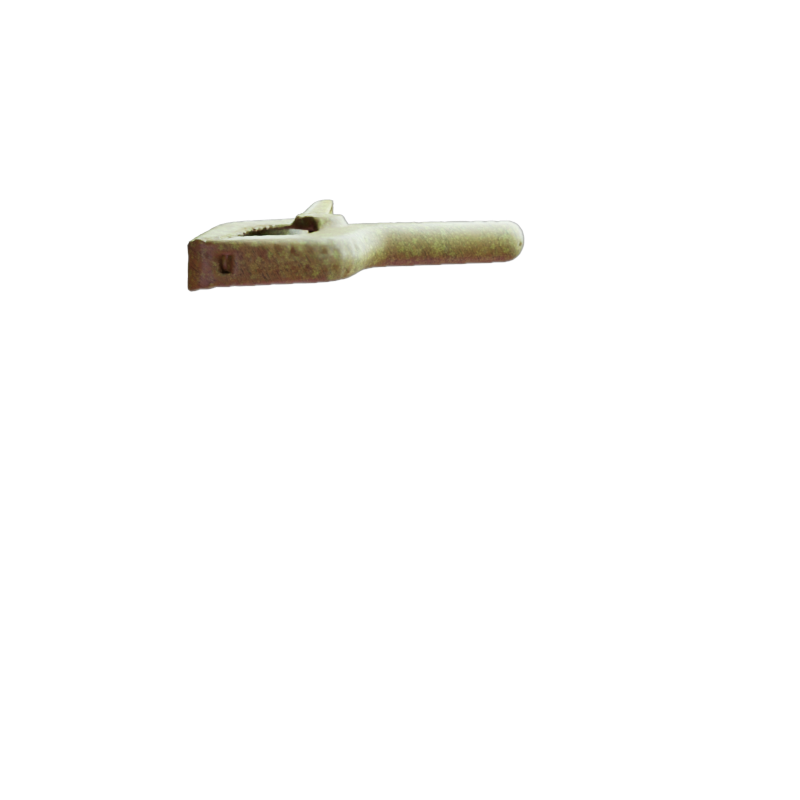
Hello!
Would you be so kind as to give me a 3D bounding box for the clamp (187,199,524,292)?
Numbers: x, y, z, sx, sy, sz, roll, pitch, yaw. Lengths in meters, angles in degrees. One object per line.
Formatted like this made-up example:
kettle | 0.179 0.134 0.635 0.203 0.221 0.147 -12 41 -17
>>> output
clamp | -0.052 -0.095 0.663 0.205 0.035 0.173 -15 22 -42
